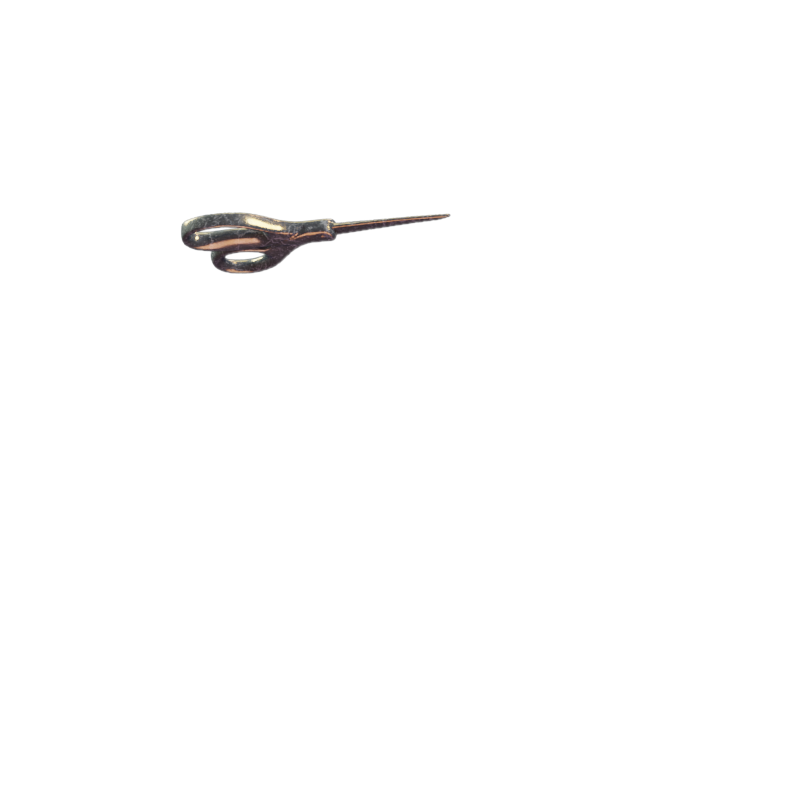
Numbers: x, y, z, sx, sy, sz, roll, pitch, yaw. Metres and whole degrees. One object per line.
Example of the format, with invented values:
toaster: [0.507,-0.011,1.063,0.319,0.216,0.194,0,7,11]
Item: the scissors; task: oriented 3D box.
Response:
scissors: [-0.067,-0.122,0.857,0.201,0.017,0.092,0,-19,-1]
